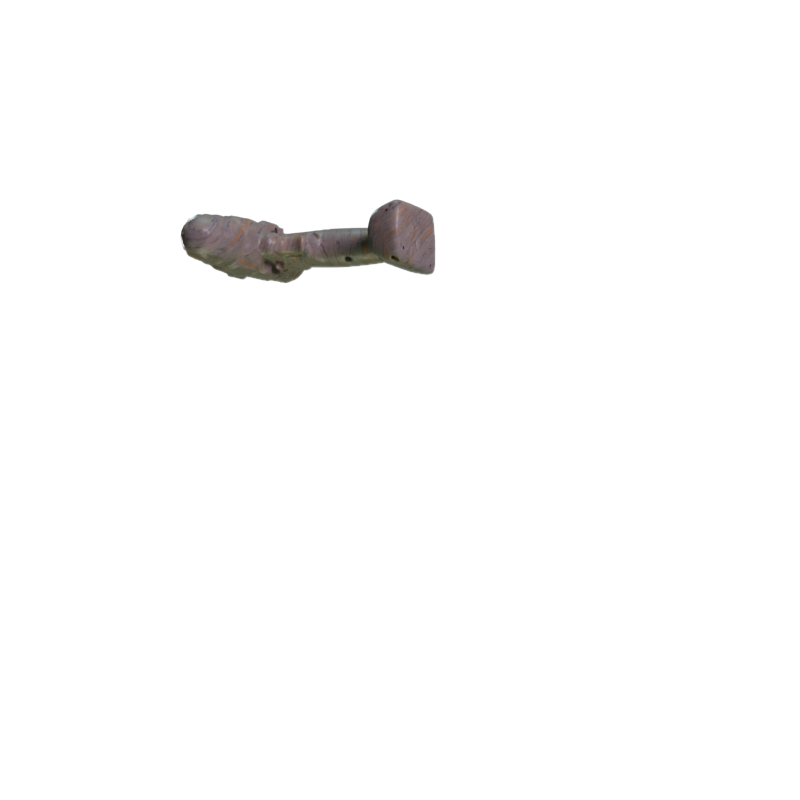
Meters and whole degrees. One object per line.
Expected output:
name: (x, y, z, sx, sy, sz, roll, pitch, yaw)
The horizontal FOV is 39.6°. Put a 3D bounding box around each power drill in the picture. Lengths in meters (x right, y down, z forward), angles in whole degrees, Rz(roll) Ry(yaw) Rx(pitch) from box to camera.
power drill: (-0.075, -0.138, 0.964, 0.193, 0.058, 0.178, 0, 1, 23)
